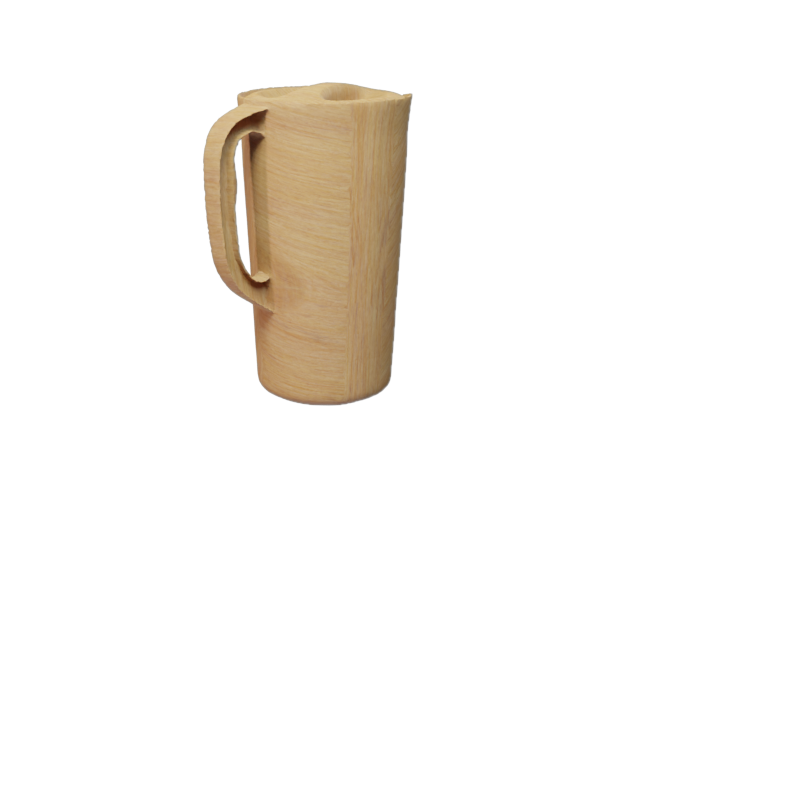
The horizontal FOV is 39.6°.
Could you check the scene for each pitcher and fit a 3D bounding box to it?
[{"bbox_3d":[-0.068,-0.123,0.862,0.150,0.235,0.149,1,15,2],"label":"pitcher"}]
